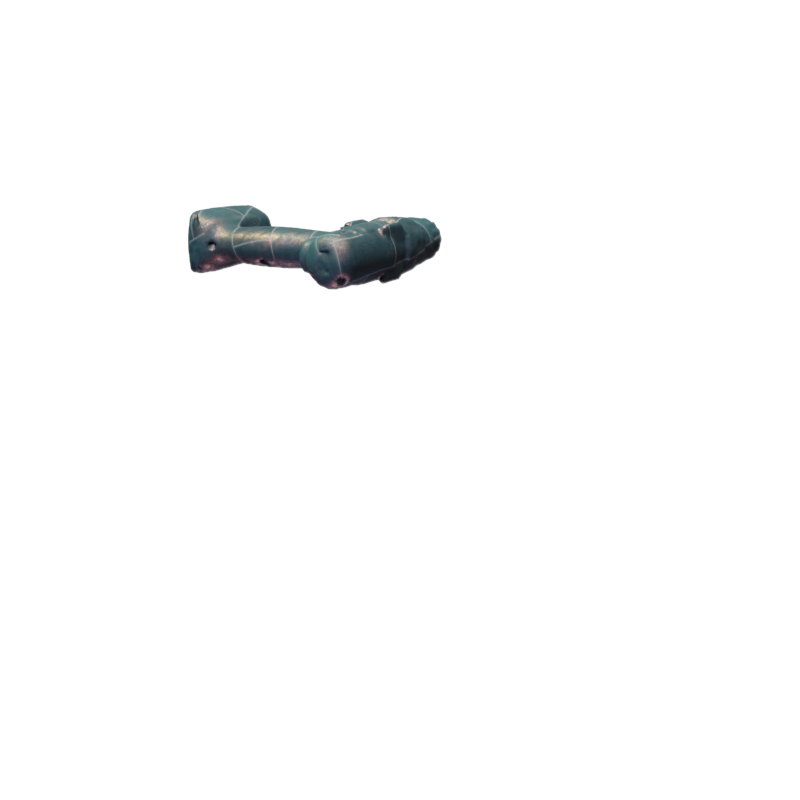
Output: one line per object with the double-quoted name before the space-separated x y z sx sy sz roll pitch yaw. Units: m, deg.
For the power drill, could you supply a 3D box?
"power drill" -0.076 -0.139 0.971 0.195 0.056 0.181 7 15 29
